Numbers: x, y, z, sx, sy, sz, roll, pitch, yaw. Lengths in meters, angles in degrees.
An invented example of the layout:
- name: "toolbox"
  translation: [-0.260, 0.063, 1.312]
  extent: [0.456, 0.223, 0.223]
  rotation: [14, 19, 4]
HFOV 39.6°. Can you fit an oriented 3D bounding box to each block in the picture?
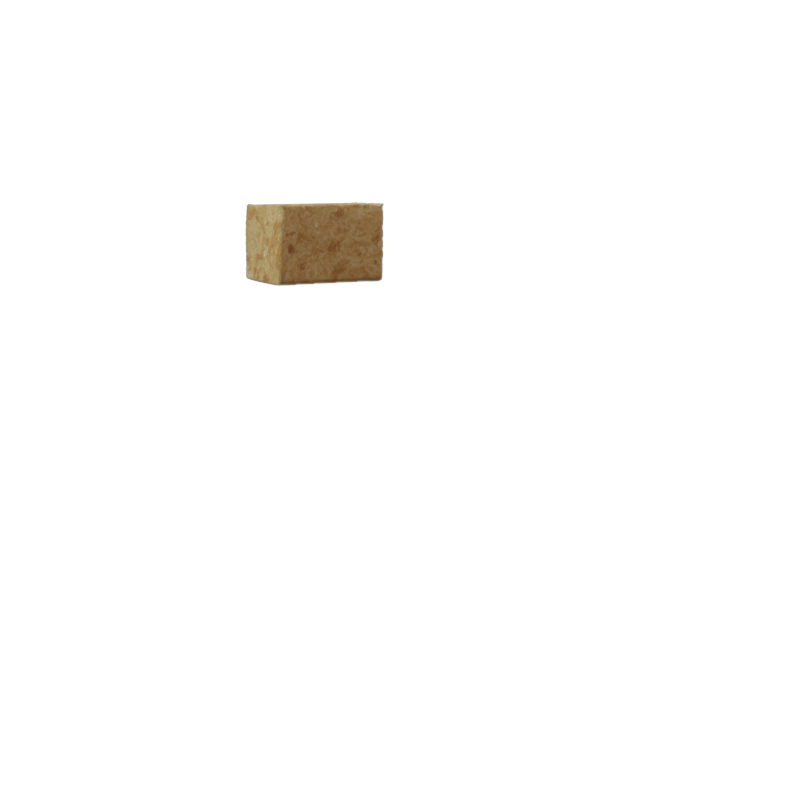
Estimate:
- name: "block"
  translation: [-0.057, -0.104, 0.729]
  extent: [0.076, 0.051, 0.055]
  rotation: [-5, 9, -31]
